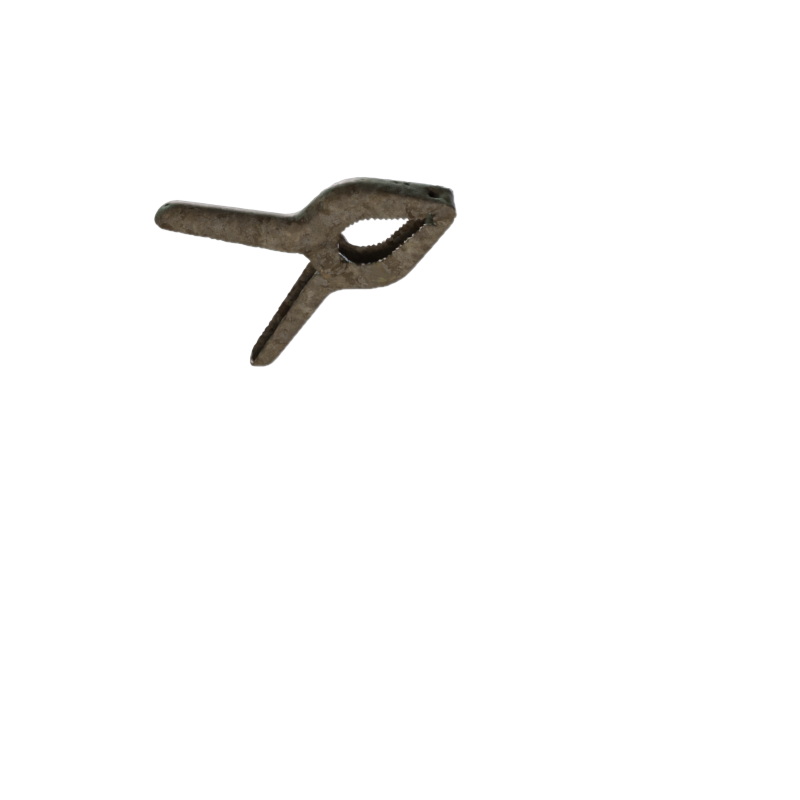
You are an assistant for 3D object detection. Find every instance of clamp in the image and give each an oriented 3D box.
[{"bbox_3d":[-0.063,-0.116,0.811,0.210,0.039,0.153,-24,-53,19],"label":"clamp"}]
